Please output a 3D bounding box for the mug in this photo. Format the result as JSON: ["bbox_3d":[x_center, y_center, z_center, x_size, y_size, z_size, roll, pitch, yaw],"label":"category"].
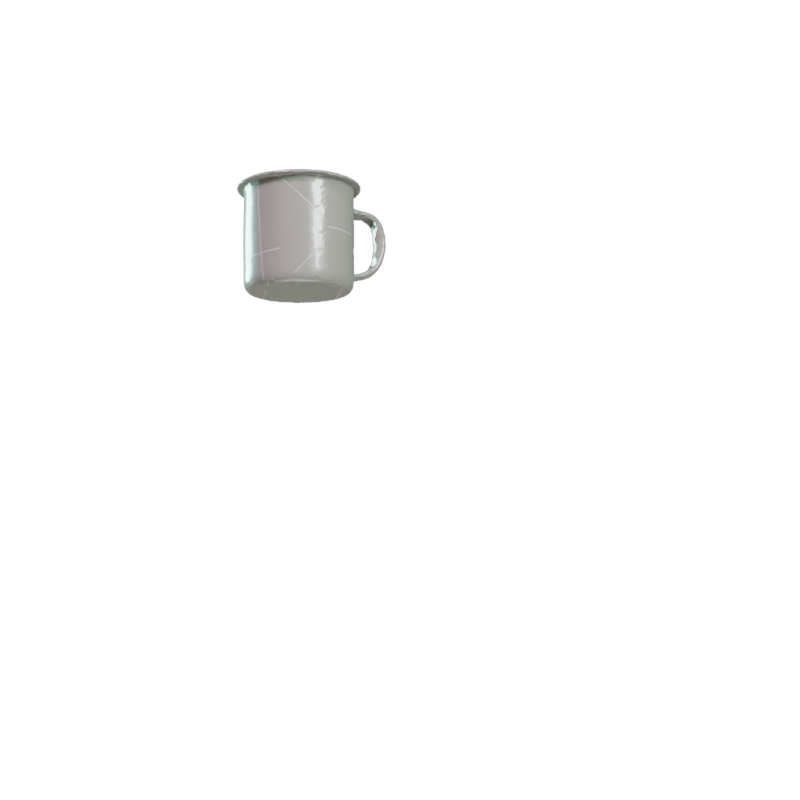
[{"bbox_3d":[-0.065,-0.118,0.829,0.113,0.084,0.094,5,-11,-27],"label":"mug"}]
